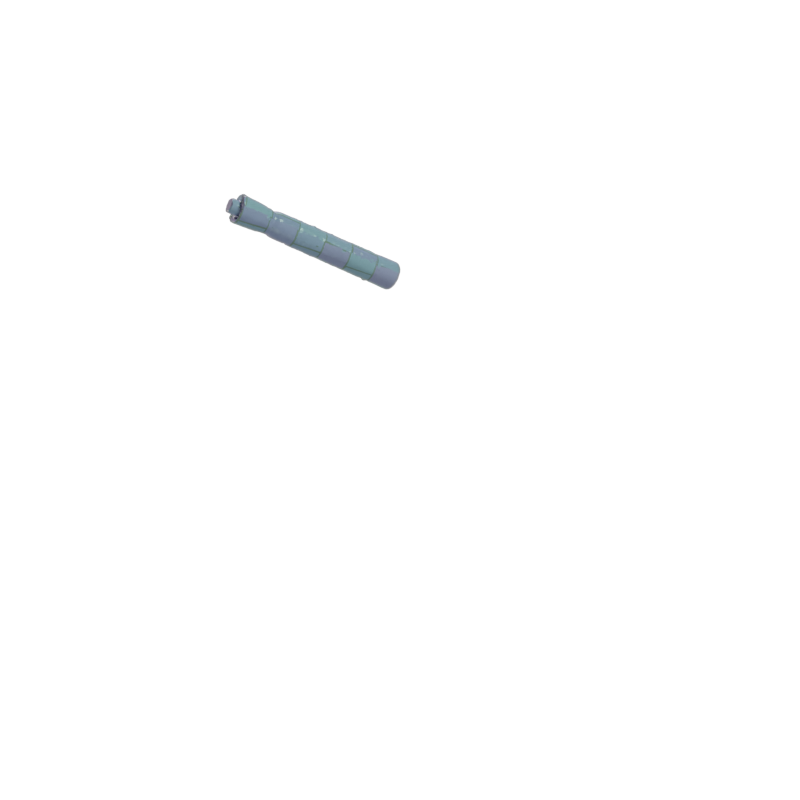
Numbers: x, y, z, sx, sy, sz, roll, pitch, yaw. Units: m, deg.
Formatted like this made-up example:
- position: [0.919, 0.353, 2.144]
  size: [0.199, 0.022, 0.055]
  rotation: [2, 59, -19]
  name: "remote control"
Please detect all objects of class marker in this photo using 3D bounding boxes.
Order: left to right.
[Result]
- position: [-0.054, -0.098, 0.688]
  size: [0.115, 0.020, 0.020]
  rotation: [21, -6, -25]
  name: "marker"
